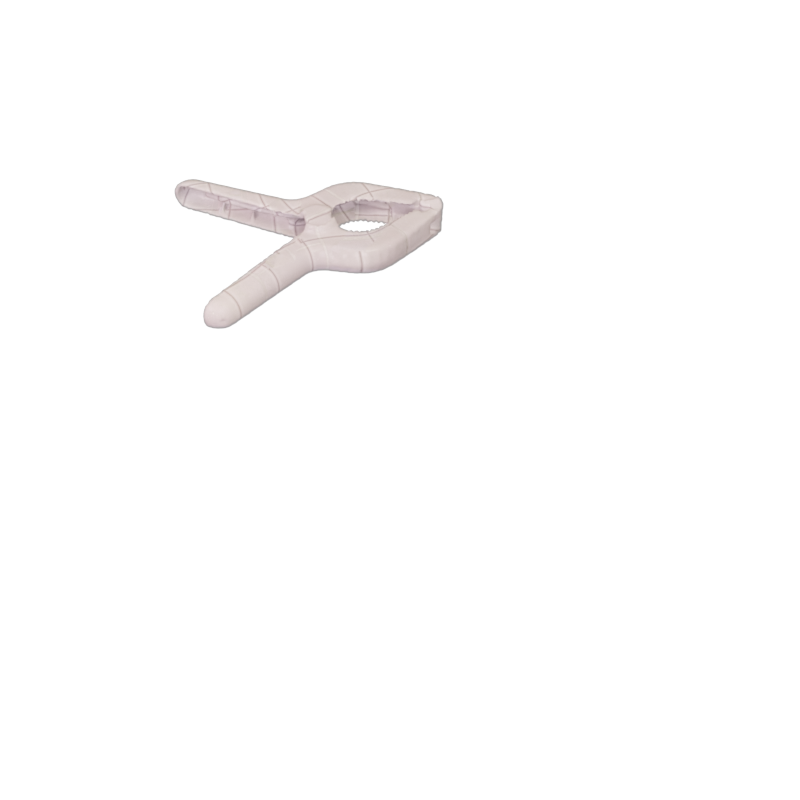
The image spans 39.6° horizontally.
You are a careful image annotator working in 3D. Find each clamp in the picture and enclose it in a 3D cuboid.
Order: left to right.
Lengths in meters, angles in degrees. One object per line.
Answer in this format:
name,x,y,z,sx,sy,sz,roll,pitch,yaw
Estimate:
clamp,-0.067,-0.122,0.853,0.209,0.034,0.178,-5,45,-6
